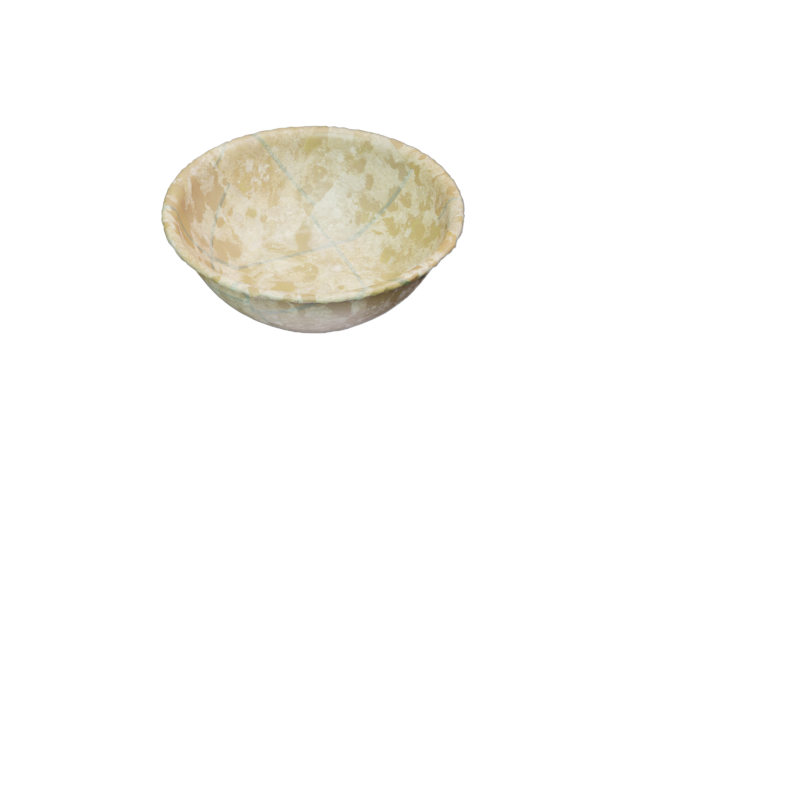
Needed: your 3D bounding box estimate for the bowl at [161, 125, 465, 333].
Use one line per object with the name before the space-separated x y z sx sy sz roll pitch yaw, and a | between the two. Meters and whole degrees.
bowl | -0.048 -0.087 0.607 0.162 0.051 0.174 -1 42 -2
